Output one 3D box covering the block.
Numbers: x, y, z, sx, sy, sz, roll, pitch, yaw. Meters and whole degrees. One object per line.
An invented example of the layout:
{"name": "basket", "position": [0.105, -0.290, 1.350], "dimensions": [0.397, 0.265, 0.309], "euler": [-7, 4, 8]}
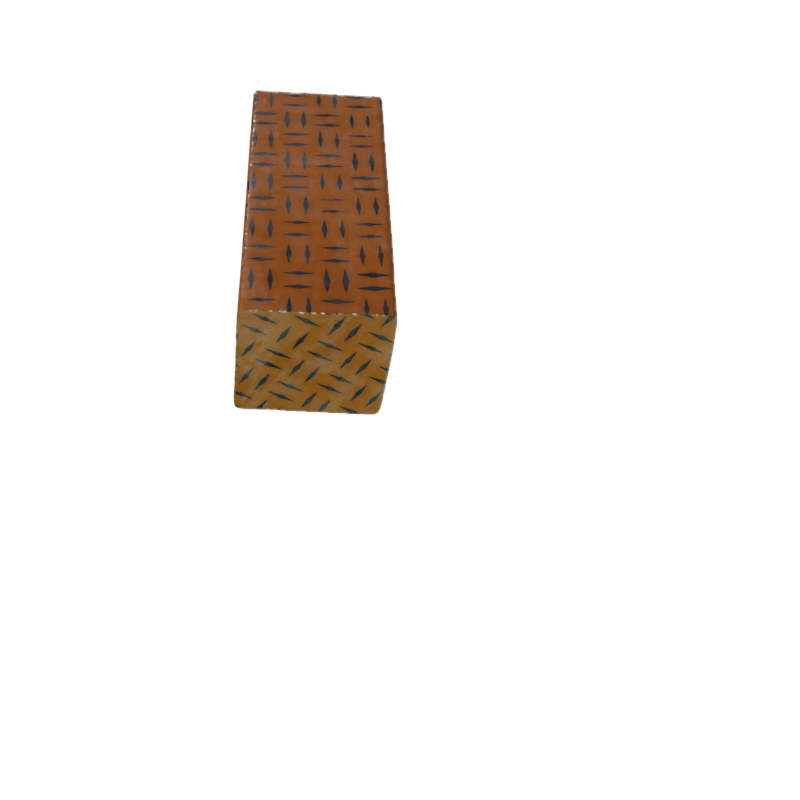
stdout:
{"name": "block", "position": [-0.055, -0.101, 0.711], "dimensions": [0.090, 0.221, 0.084], "euler": [2, -43, -6]}
